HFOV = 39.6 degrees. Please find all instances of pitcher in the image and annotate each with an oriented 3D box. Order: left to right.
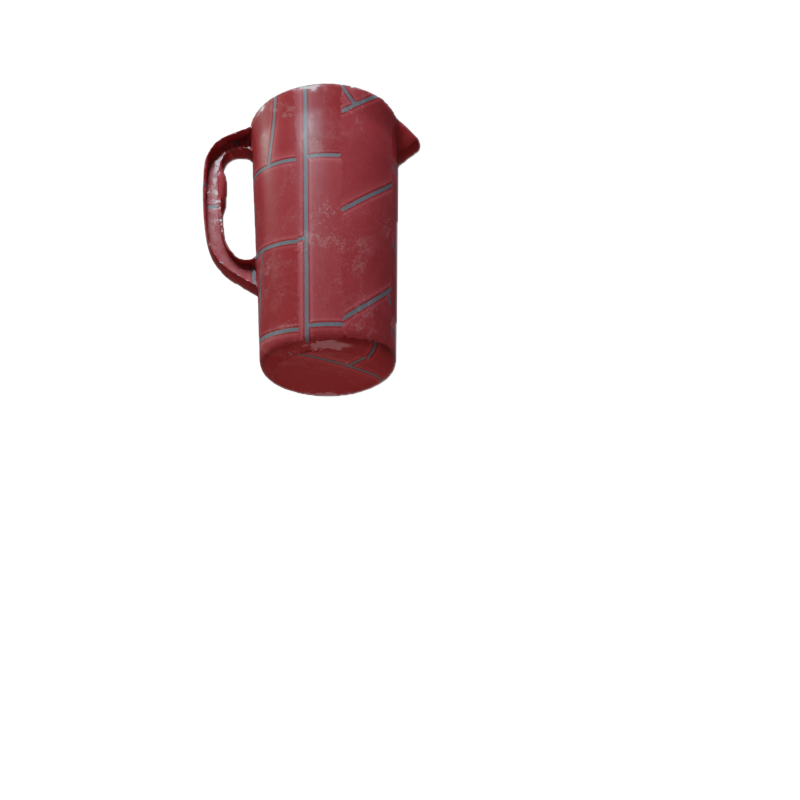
[{"bbox_3d":[-0.073,-0.132,0.928,0.150,0.258,0.136,-25,-36,36],"label":"pitcher"}]
